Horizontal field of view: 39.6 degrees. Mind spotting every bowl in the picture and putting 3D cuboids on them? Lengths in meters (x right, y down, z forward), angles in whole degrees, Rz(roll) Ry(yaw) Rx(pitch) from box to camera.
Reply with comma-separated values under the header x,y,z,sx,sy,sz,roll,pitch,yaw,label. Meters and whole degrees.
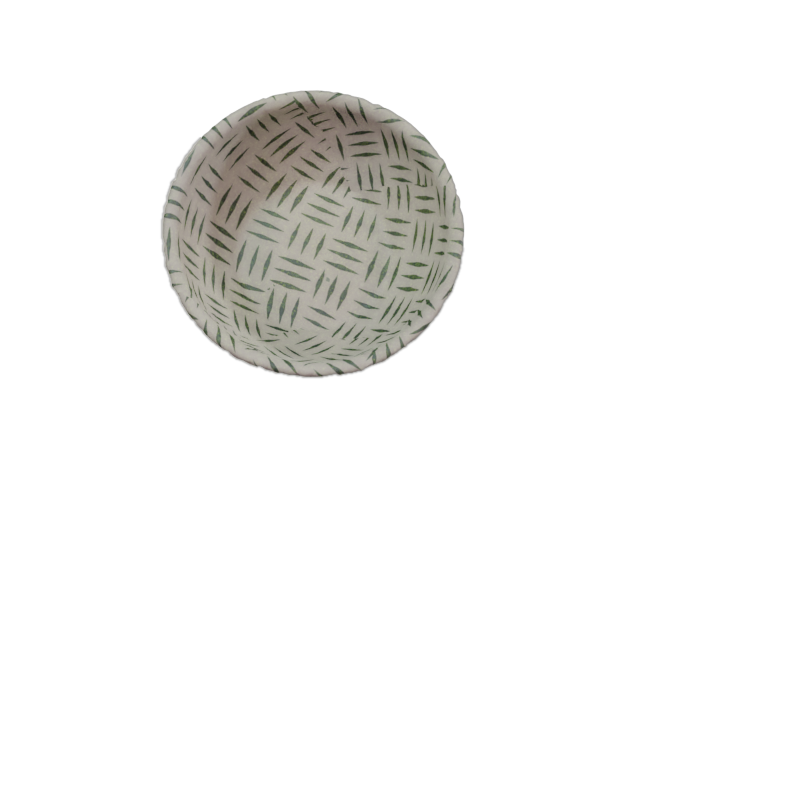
x,y,z,sx,sy,sz,roll,pitch,yaw,label
-0.048,-0.088,0.617,0.162,0.168,0.053,-1,-16,-1,bowl
